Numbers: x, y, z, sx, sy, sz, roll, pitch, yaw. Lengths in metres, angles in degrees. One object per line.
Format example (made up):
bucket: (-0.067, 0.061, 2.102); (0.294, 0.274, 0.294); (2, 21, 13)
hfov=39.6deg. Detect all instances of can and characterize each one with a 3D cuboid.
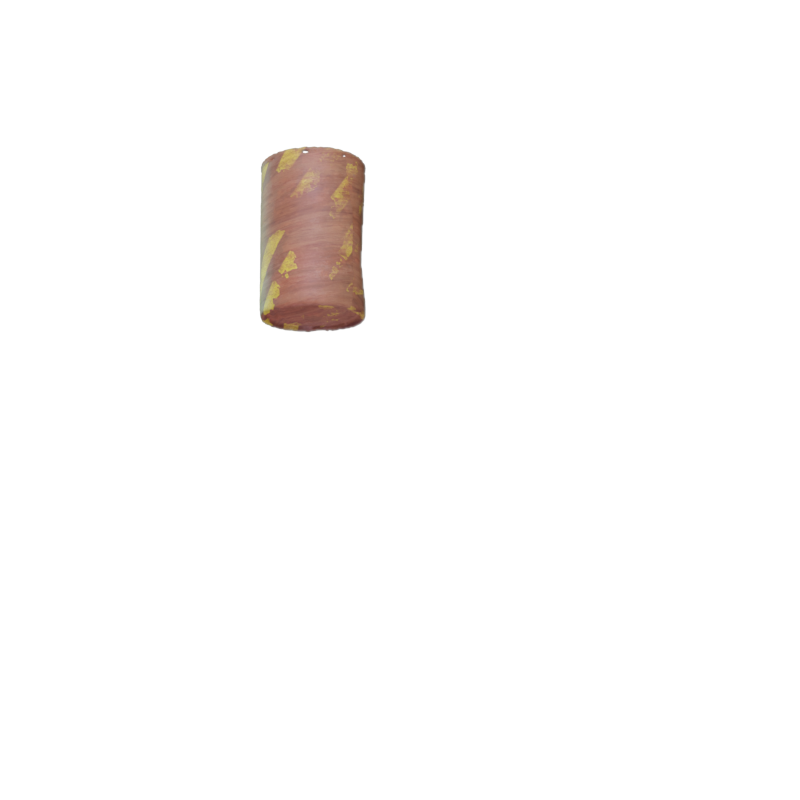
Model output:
can: (-0.055, -0.100, 0.702); (0.068, 0.107, 0.066); (0, -17, -2)
